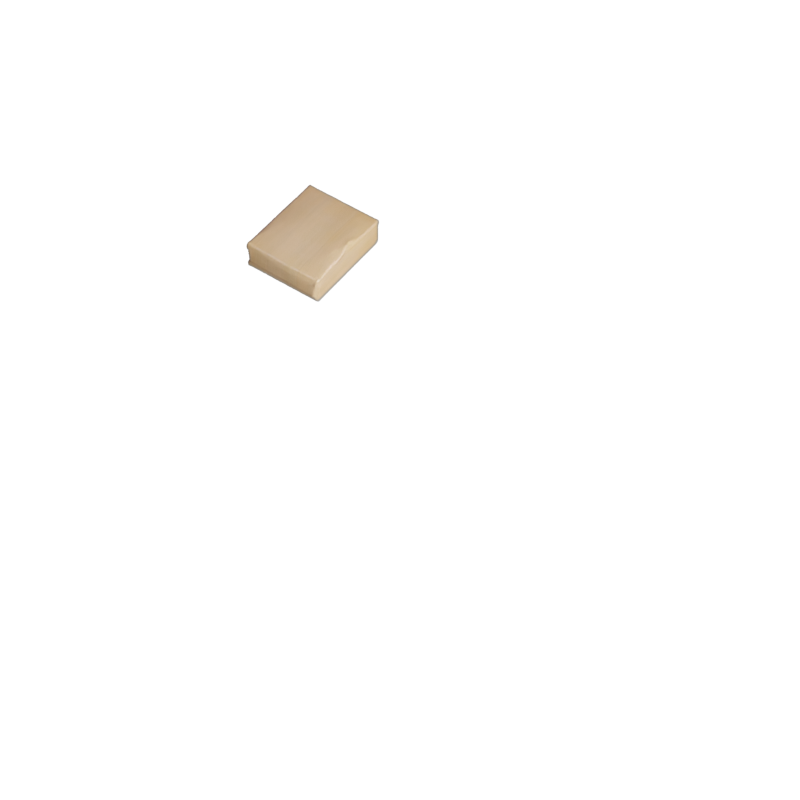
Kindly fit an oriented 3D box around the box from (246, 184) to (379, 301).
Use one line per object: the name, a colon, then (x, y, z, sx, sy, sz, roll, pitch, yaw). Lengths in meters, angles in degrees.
box: (-0.072, -0.131, 0.917, 0.077, 0.028, 0.091, 28, 55, 22)
